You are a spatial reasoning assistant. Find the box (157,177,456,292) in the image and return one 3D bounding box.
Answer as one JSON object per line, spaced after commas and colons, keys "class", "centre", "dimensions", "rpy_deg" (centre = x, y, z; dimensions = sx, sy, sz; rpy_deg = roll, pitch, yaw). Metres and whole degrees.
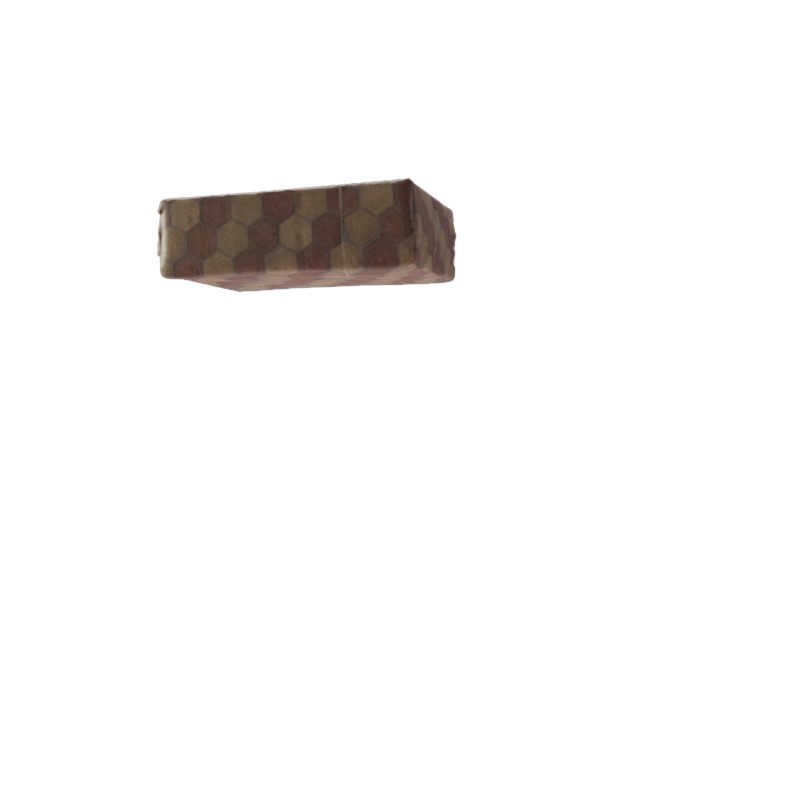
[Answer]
{"class": "box", "centre": [-0.039, -0.070, 0.493], "dimensions": [0.116, 0.039, 0.087], "rpy_deg": [0, 1, 16]}
